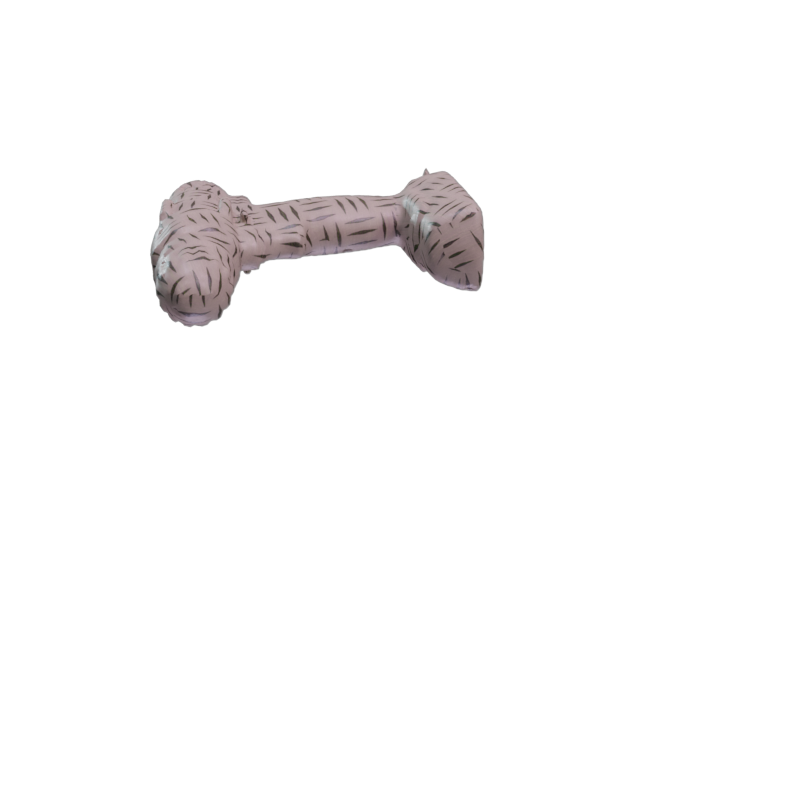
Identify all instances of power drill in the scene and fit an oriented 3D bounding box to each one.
[{"bbox_3d":[-0.051,-0.092,0.645,0.186,0.055,0.195,-3,25,-6],"label":"power drill"}]
